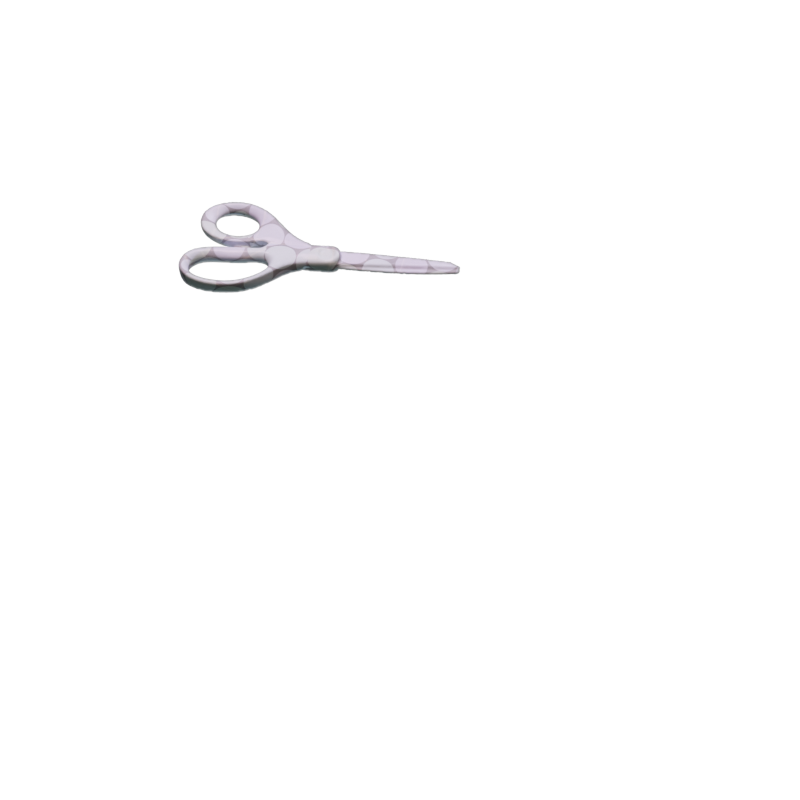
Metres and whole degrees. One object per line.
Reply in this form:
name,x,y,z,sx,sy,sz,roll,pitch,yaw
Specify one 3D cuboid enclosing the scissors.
scissors,-0.065,-0.118,0.827,0.200,0.104,0.015,-7,-41,-7
